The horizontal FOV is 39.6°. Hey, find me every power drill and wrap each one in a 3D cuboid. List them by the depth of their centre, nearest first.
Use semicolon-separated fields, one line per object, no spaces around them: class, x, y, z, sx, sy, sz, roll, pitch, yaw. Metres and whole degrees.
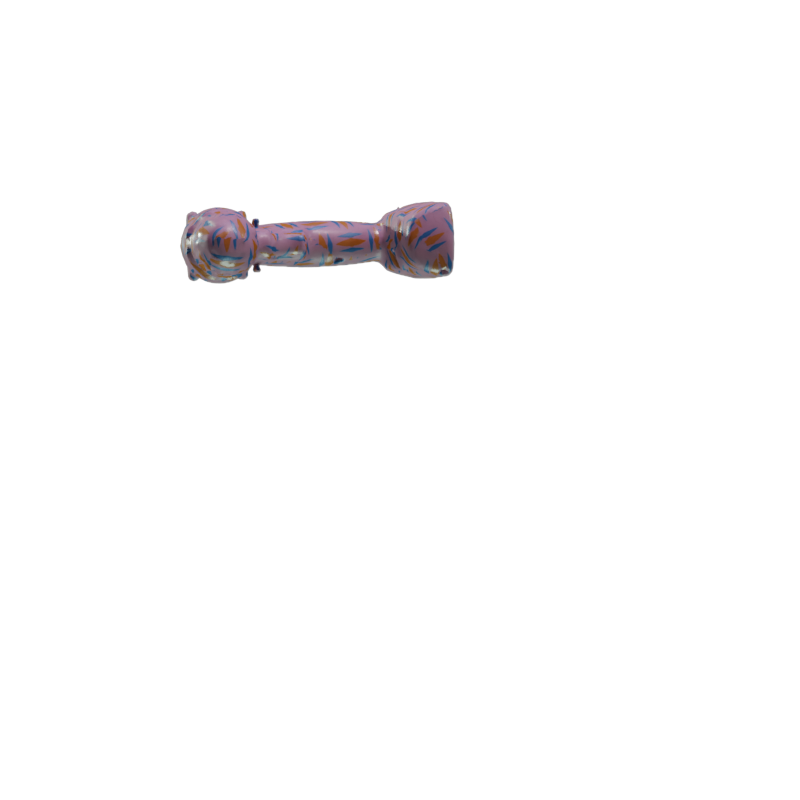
power drill;-0.061;-0.112;0.783;0.185;0.057;0.189;-2;8;-12
